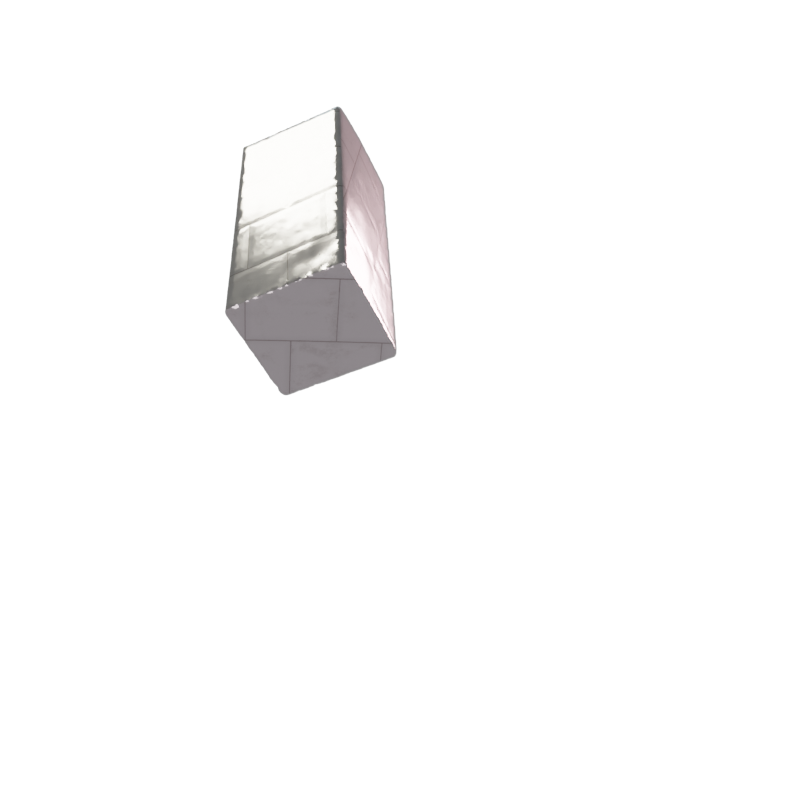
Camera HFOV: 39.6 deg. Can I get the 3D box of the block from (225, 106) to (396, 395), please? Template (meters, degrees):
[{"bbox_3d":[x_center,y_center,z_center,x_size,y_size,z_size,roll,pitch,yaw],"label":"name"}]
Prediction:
[{"bbox_3d":[-0.064,-0.117,0.820,0.091,0.083,0.221,-21,39,14],"label":"block"}]
